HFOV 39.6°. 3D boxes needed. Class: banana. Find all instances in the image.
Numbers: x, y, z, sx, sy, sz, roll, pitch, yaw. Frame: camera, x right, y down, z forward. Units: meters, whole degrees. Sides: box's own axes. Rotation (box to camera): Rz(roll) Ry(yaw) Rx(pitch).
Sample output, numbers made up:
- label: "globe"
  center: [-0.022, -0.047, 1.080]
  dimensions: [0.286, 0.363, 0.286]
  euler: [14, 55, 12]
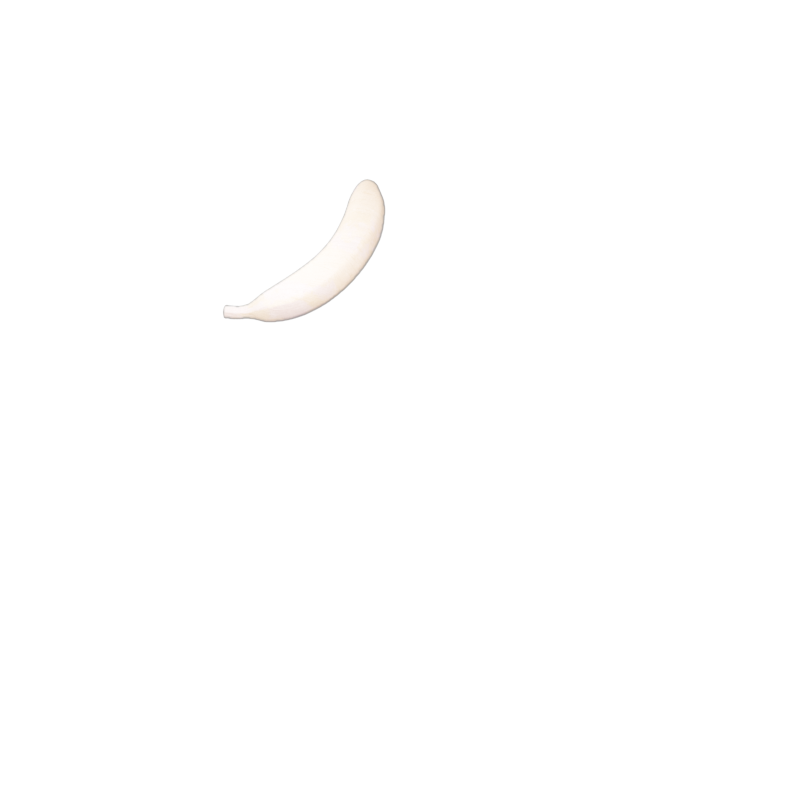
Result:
- label: "banana"
  center: [-0.061, -0.123, 0.934]
  dimensions: [0.073, 0.034, 0.202]
  euler: [29, 55, 22]
